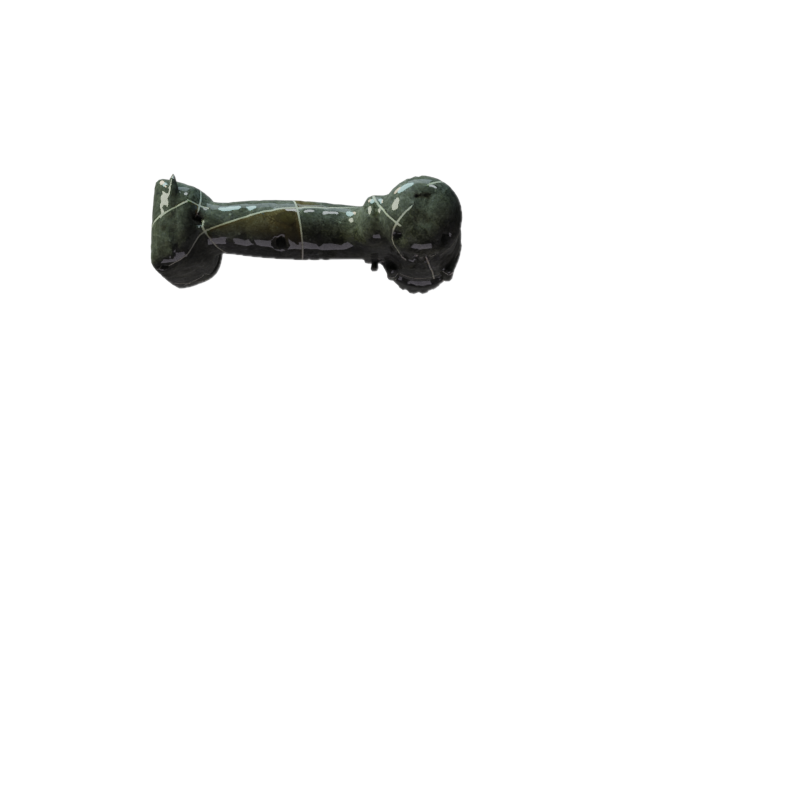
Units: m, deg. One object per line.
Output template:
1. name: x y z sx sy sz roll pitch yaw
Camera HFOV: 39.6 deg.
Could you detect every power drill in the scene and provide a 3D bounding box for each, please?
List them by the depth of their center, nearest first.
1. power drill: -0.055 -0.100 0.702 0.188 0.059 0.179 0 -6 2
